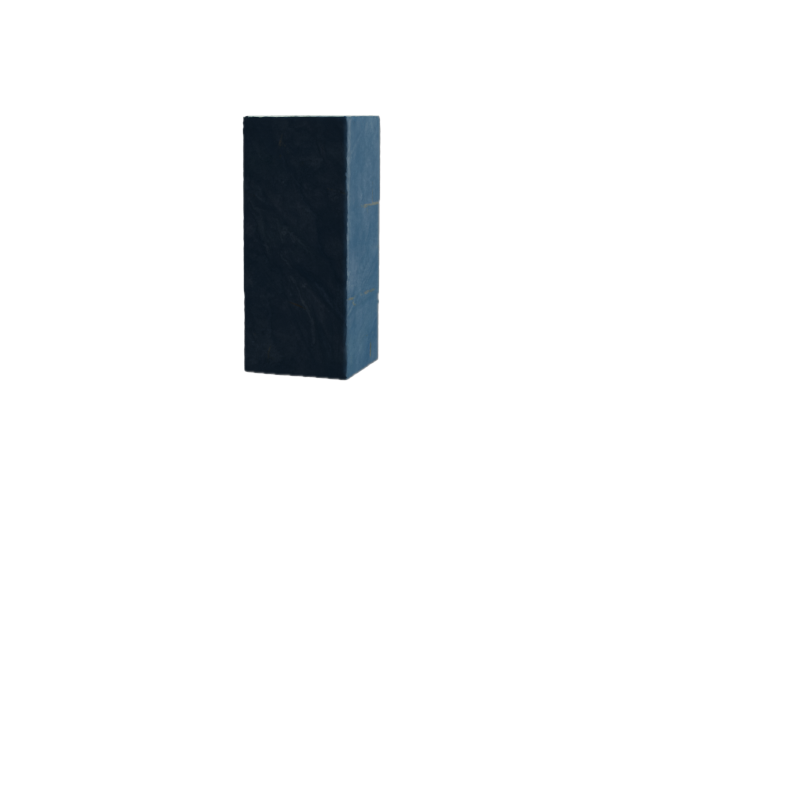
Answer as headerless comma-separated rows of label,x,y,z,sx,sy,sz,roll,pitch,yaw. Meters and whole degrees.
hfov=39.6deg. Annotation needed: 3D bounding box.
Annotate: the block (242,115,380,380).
block,-0.070,-0.129,0.907,0.093,0.203,0.090,3,8,18
